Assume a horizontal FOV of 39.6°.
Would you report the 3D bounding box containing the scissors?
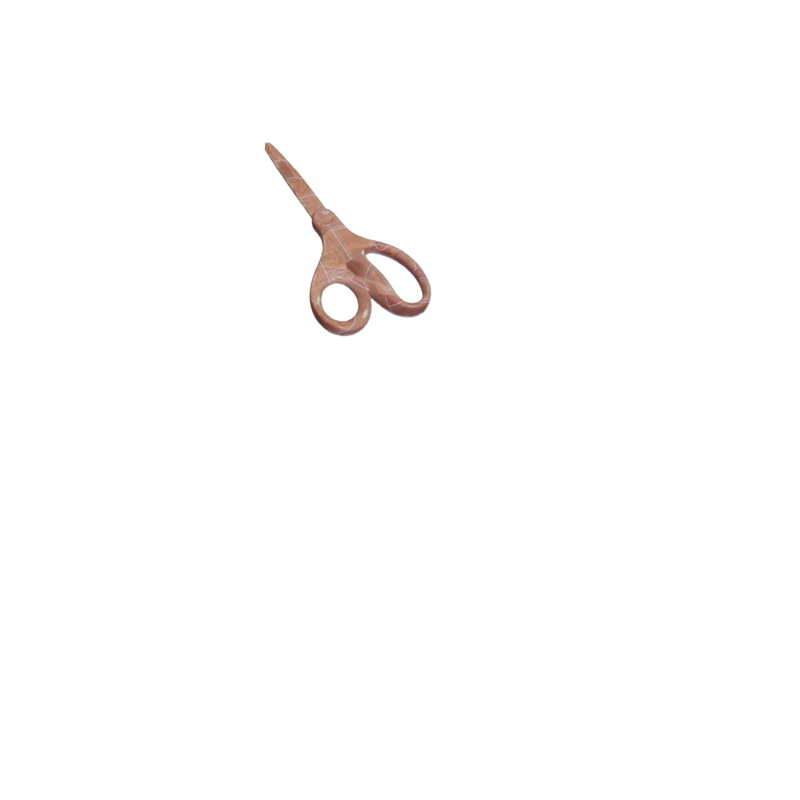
[{"bbox_3d":[-0.066,-0.120,0.840,0.097,0.015,0.214,-39,62,-25],"label":"scissors"}]
